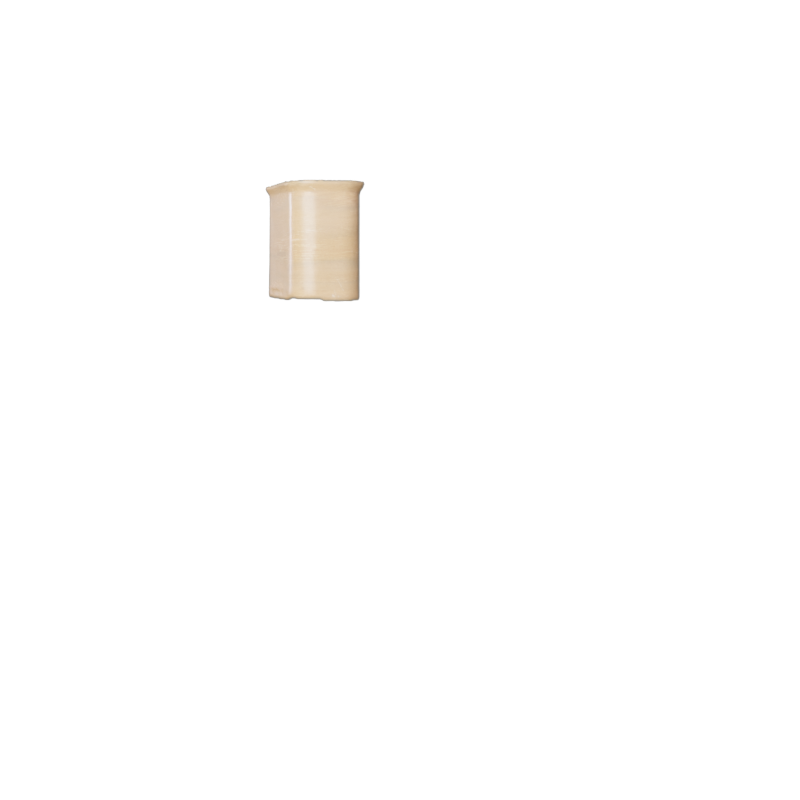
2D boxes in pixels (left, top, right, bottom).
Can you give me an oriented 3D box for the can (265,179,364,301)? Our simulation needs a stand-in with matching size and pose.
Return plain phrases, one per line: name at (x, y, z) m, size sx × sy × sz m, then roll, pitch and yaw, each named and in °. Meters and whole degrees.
can at (-0.063, -0.116, 0.809) m, size 0.056 × 0.084 × 0.105 m, roll -1°, pitch 4°, yaw -17°
